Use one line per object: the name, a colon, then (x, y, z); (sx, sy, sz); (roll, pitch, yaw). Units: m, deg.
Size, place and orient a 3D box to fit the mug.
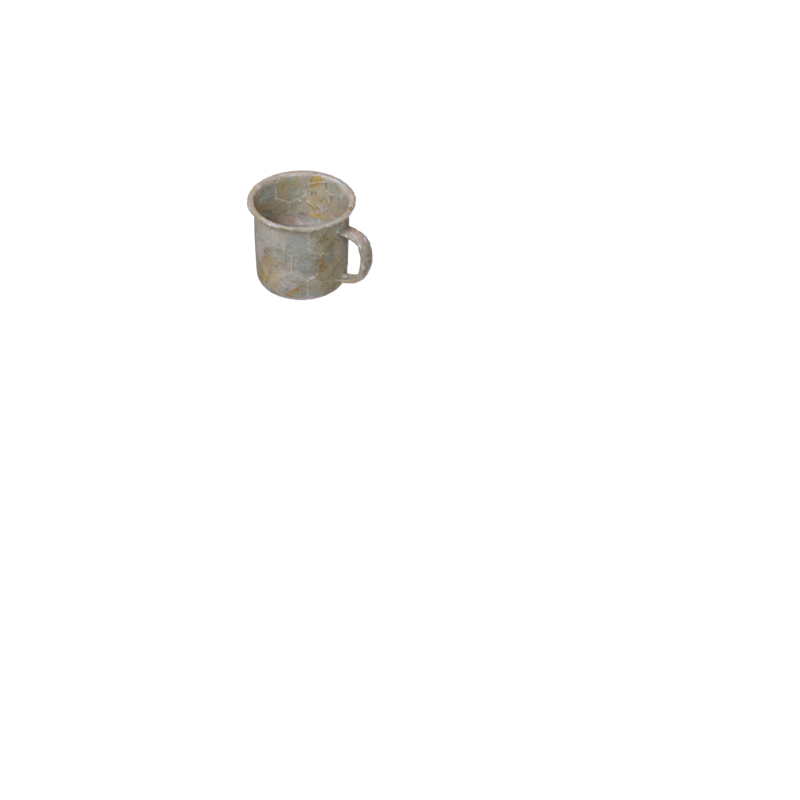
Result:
mug: (-0.075, -0.137, 0.961); (0.123, 0.076, 0.095); (22, 44, 23)
